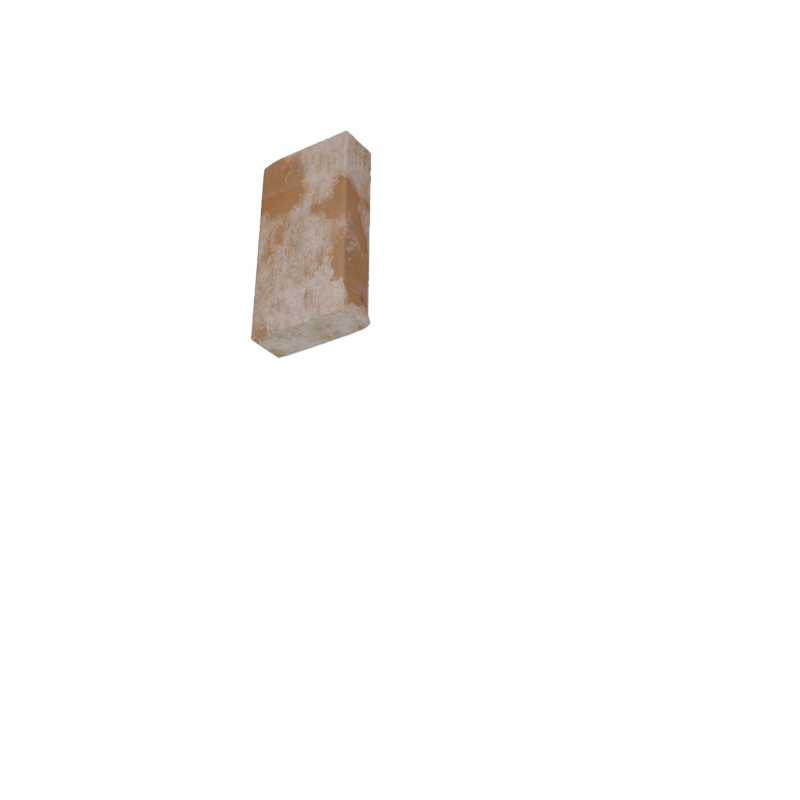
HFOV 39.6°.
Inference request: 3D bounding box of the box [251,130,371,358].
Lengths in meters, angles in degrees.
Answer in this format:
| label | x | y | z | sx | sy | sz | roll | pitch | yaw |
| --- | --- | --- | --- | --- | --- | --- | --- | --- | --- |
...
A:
| label | x | y | z | sx | sy | sz | roll | pitch | yaw |
| --- | --- | --- | --- | --- | --- | --- | --- | --- | --- |
| box | -0.072 | -0.131 | 0.916 | 0.094 | 0.188 | 0.045 | -20 | -35 | 28 |
